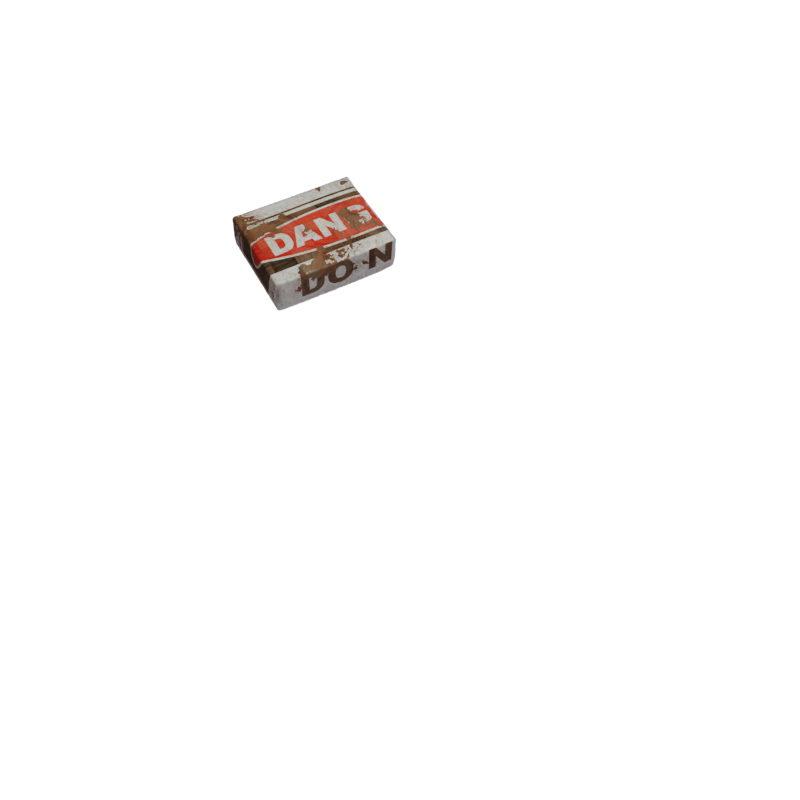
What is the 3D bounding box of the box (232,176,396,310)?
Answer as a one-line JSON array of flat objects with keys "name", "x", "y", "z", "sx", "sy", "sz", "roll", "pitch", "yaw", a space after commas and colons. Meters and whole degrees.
[{"name": "box", "x": -0.073, "y": -0.134, "z": 0.936, "sx": 0.113, "sy": 0.097, "sz": 0.036, "roll": -22, "pitch": -37, "yaw": -18}]
